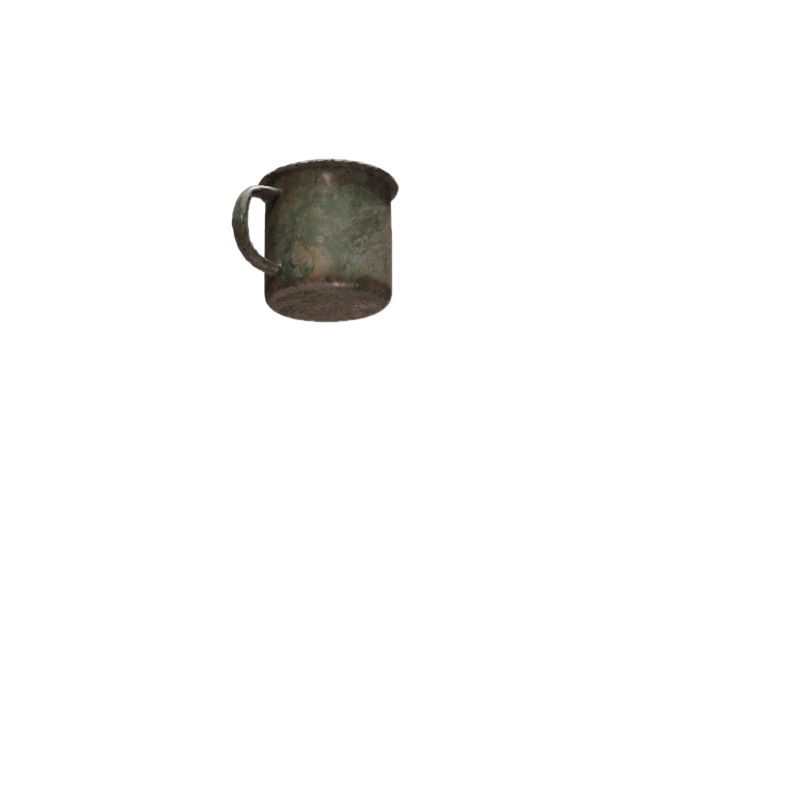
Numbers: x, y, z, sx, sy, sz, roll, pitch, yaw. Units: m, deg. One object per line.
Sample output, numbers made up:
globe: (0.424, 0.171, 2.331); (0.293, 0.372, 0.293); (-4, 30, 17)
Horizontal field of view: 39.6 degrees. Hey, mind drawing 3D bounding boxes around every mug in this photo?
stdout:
mug: (-0.055, -0.101, 0.708); (0.111, 0.085, 0.094); (13, -22, -38)
